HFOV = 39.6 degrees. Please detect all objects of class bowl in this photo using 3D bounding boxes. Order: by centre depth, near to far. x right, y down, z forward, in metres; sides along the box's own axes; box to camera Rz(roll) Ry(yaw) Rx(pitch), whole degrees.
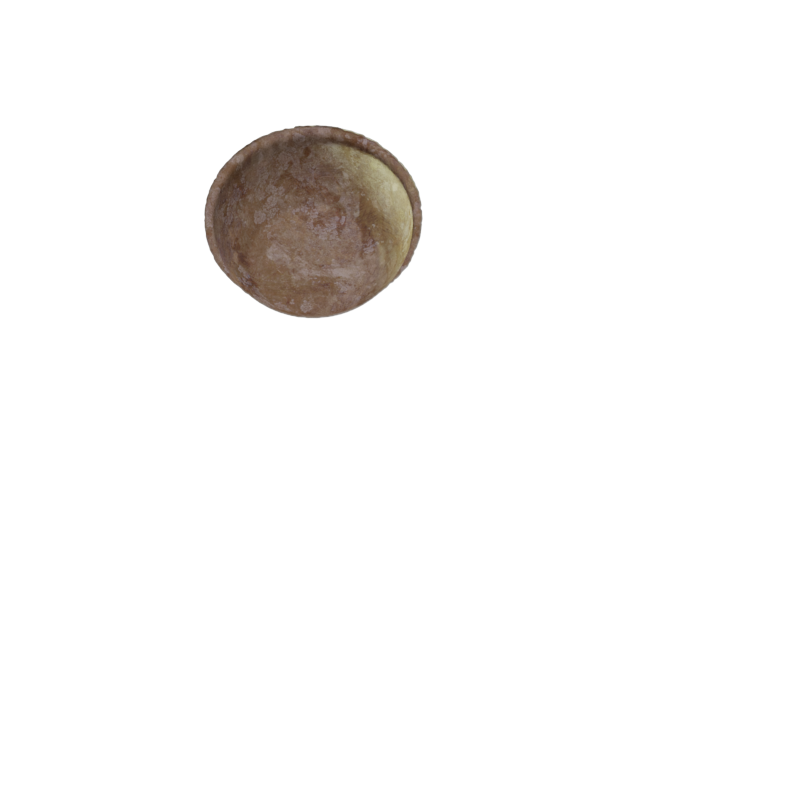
[{"bbox_3d":[-0.062,-0.114,0.797,0.162,0.152,0.059,1,36,-1],"label":"bowl"}]
